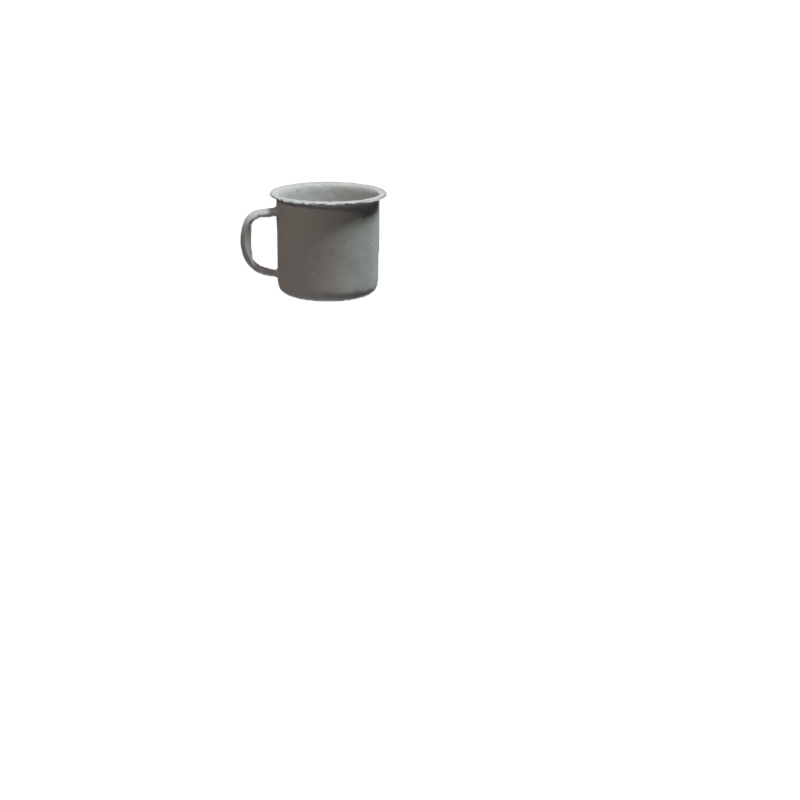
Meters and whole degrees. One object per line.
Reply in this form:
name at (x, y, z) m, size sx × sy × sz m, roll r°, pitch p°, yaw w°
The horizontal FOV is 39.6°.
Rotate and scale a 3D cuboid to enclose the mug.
mug at (-0.070, -0.127, 0.890) m, size 0.115 × 0.079 × 0.098 m, roll -4°, pitch 18°, yaw -12°
